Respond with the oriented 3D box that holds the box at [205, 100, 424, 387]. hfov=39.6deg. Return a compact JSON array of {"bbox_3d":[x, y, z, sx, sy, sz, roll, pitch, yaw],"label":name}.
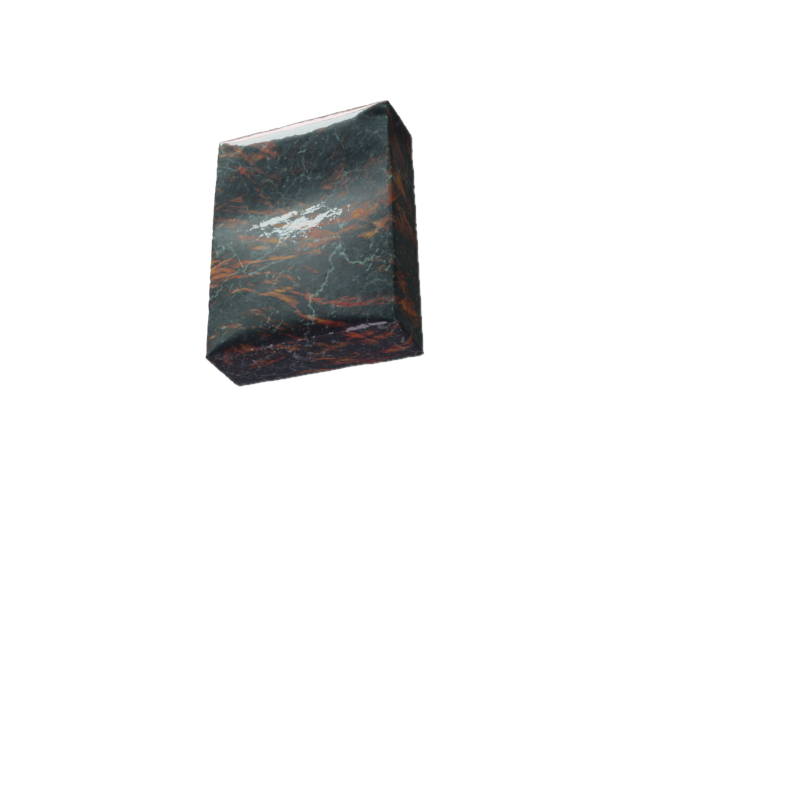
[{"bbox_3d":[-0.072,-0.131,0.921,0.166,0.227,0.067,-11,-29,18],"label":"box"}]
